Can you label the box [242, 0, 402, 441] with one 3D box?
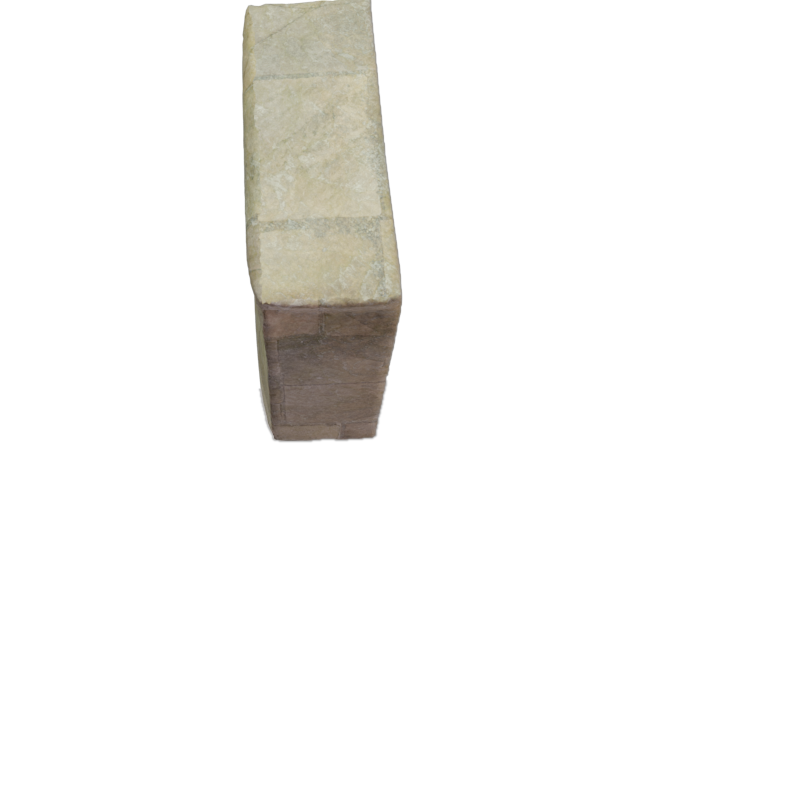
[{"bbox_3d":[-0.047,-0.086,0.601,0.071,0.173,0.203,-4,-21,-5],"label":"box"}]
